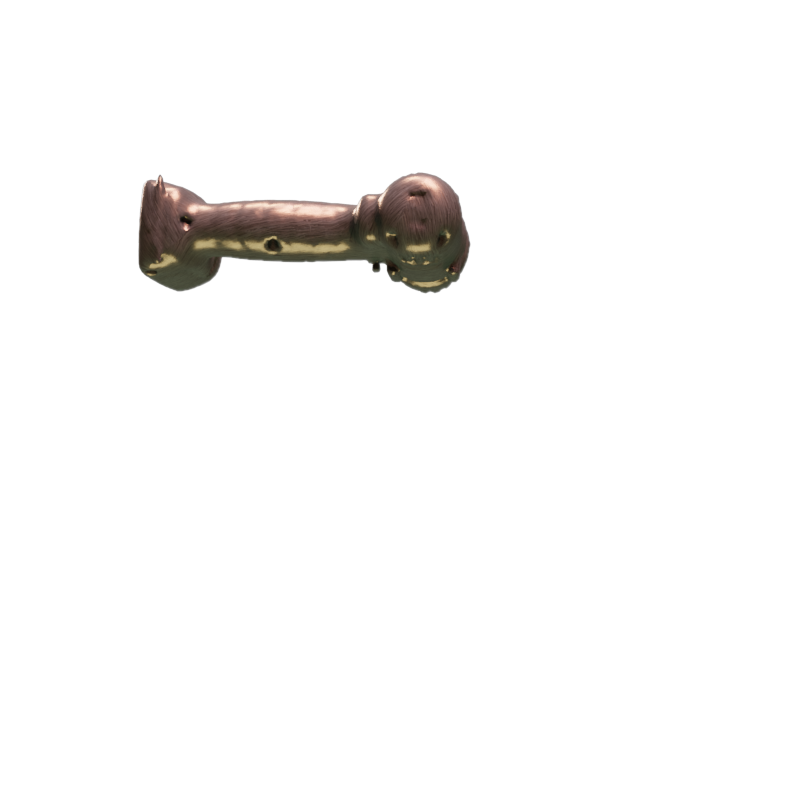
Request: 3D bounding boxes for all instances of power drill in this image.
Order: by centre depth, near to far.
[{"bbox_3d":[-0.052,-0.096,0.669,0.189,0.059,0.179,-1,-5,6],"label":"power drill"}]
